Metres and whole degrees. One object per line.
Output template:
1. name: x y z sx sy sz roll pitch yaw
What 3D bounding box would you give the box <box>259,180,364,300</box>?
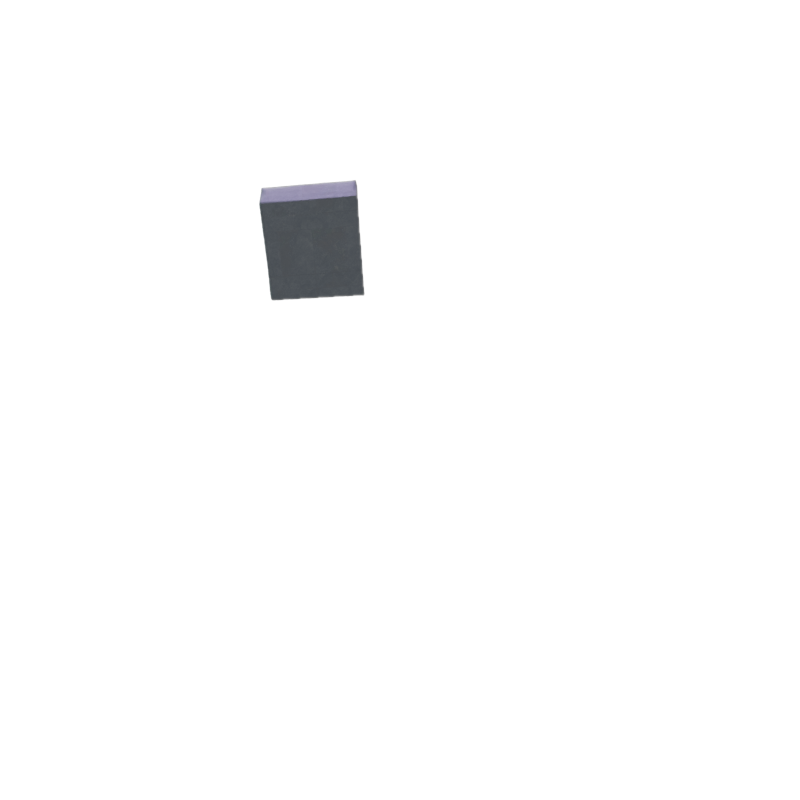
1. box: -0.066 -0.121 0.847 0.073 0.084 0.032 -4 31 1
